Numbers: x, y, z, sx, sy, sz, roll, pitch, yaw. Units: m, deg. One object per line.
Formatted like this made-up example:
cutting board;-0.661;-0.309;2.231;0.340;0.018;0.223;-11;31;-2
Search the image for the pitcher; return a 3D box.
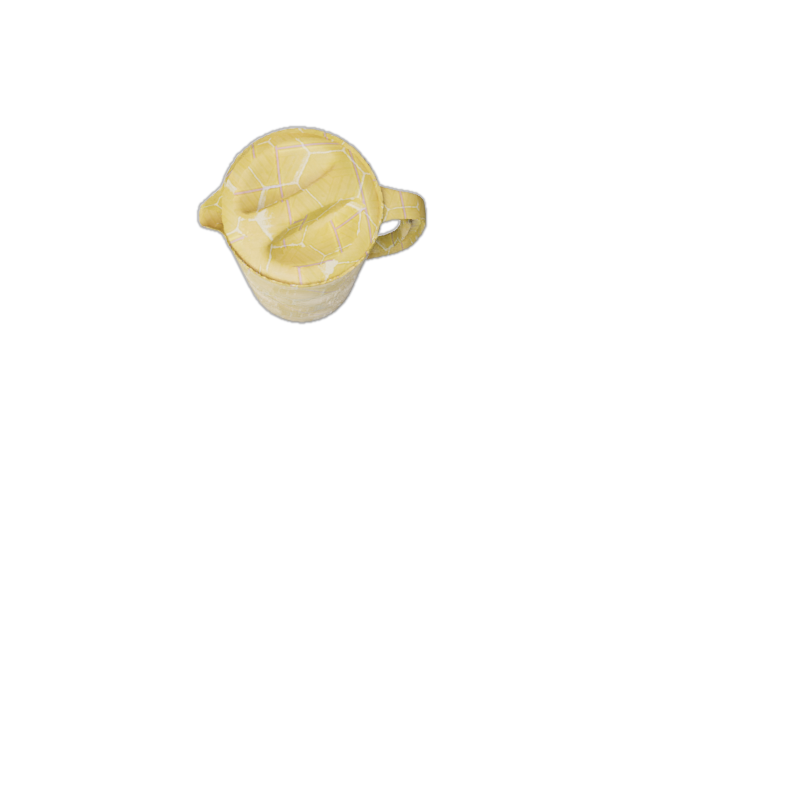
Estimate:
pitcher;-0.078;-0.142;0.997;0.152;0.146;0.237;40;-9;3
